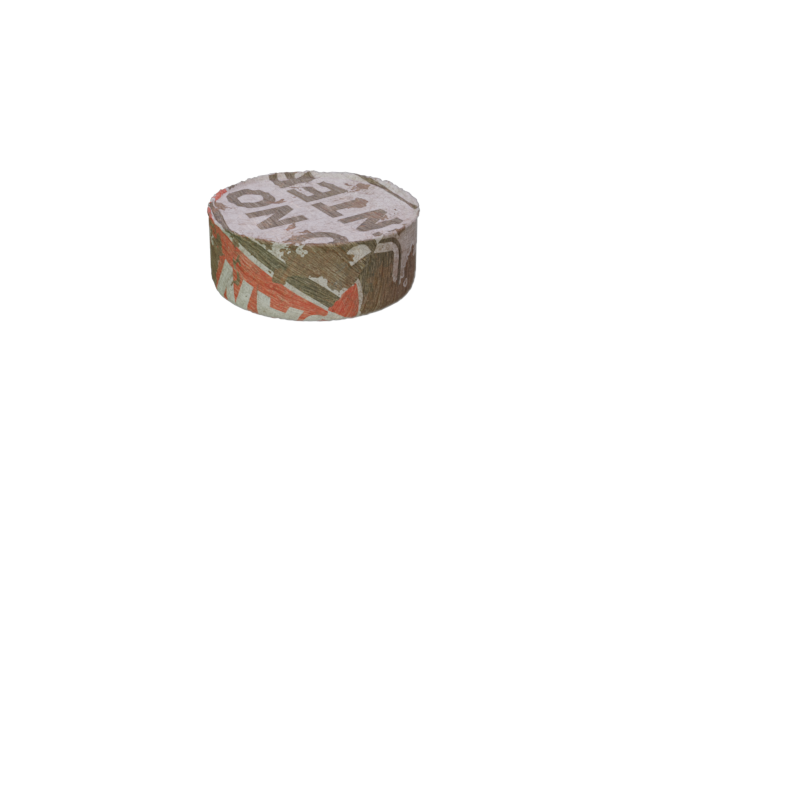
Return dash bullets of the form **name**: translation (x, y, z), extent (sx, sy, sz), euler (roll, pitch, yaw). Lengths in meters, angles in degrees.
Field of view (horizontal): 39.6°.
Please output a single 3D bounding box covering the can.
- **can**: translation (-0.036, -0.065, 0.454), extent (0.086, 0.032, 0.091), euler (-1, 28, -2)
